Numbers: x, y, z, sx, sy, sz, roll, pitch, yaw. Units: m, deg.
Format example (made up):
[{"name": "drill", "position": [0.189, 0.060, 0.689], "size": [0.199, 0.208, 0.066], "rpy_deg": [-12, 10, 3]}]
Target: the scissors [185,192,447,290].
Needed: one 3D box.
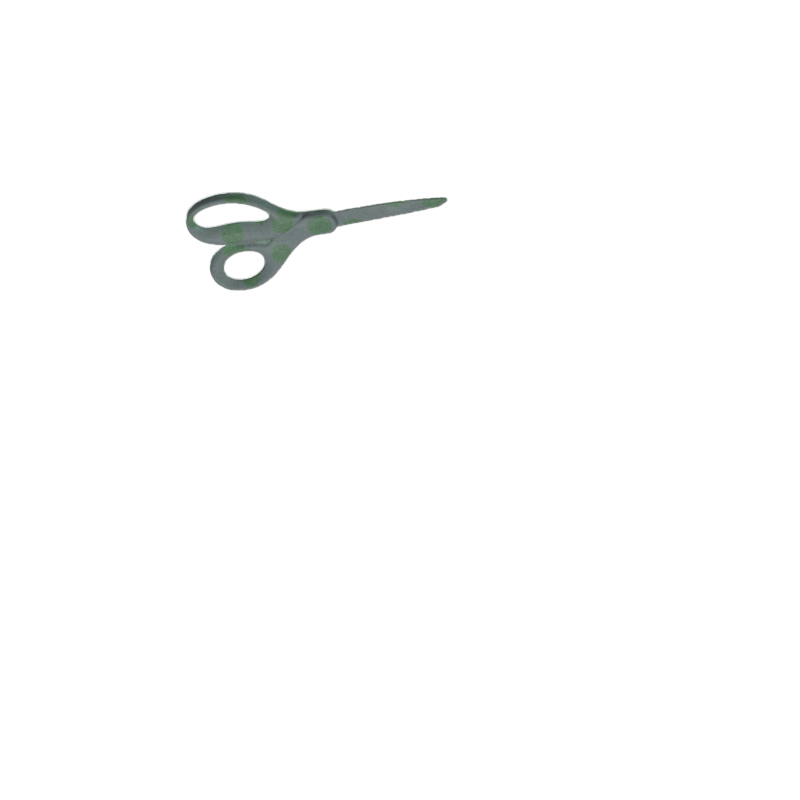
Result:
[{"name": "scissors", "position": [-0.069, -0.125, 0.877], "size": [0.201, 0.090, 0.017], "rpy_deg": [3, 36, -3]}]
